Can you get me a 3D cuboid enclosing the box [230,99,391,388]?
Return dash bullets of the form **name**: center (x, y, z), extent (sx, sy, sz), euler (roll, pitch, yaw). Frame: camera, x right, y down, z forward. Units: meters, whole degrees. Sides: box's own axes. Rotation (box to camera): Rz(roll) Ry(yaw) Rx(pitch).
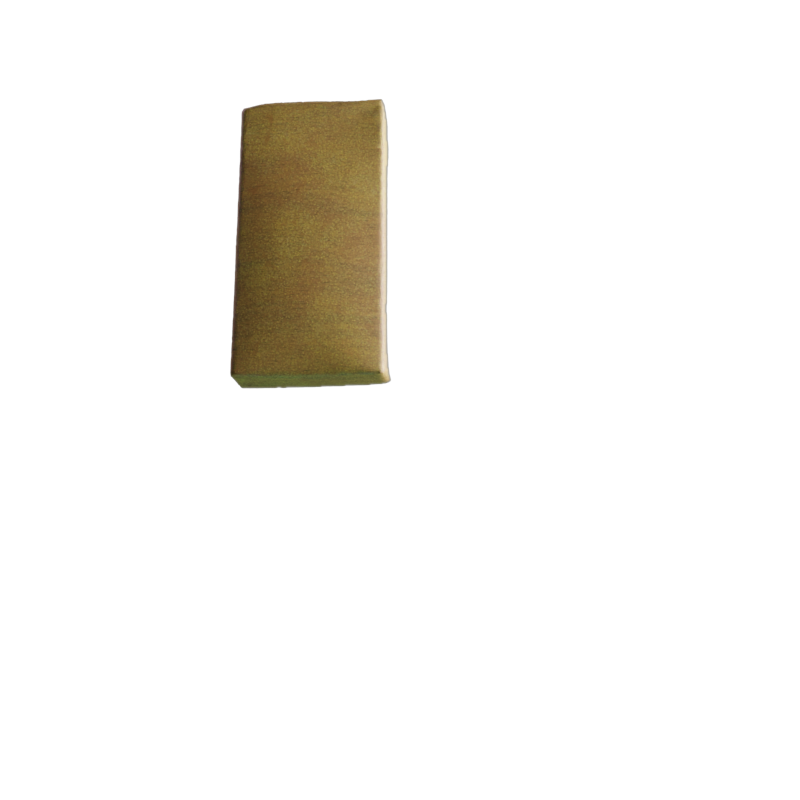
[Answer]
- **box**: center (-0.054, -0.098, 0.684), extent (0.094, 0.183, 0.046), euler (-3, -16, 6)
